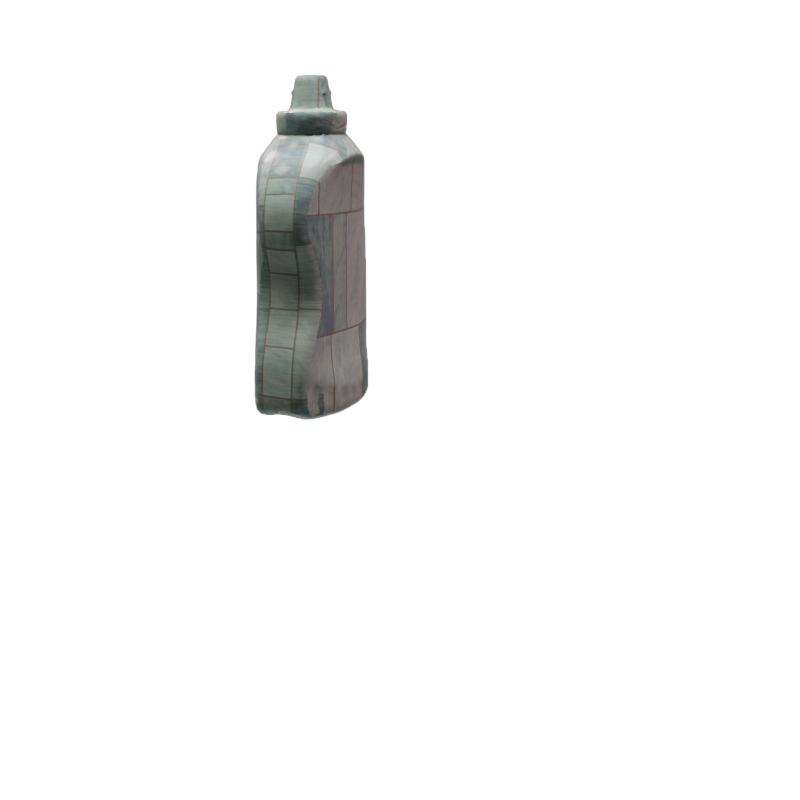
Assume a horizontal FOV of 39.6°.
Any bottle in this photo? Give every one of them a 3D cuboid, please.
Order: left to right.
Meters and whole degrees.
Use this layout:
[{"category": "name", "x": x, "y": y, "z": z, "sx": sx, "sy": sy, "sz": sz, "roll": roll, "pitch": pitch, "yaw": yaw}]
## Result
[{"category": "bottle", "x": -0.051, "y": -0.092, "z": 0.646, "sx": 0.060, "sy": 0.188, "sz": 0.095, "roll": 3, "pitch": 8, "yaw": 22}]
